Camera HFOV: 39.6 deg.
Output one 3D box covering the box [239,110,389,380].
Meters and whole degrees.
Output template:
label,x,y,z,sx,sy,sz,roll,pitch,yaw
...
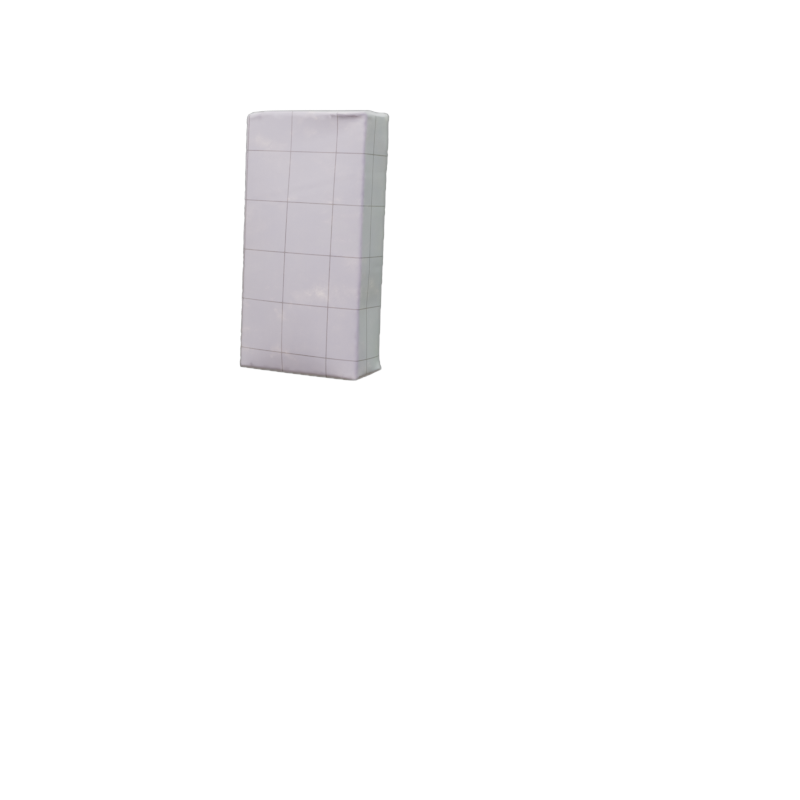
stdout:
label,x,y,z,sx,sy,sz,roll,pitch,yaw
box,-0.059,-0.107,0.749,0.097,0.174,0.047,4,6,27
